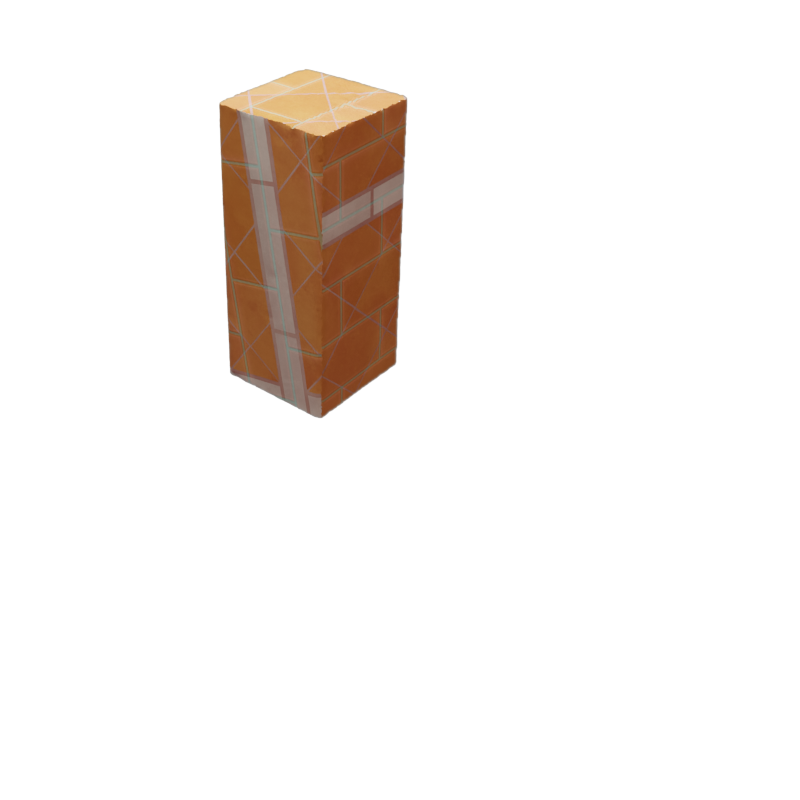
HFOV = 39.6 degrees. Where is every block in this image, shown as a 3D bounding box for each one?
[{"bbox_3d":[-0.059,-0.108,0.755,0.095,0.194,0.091,23,37,31],"label":"block"}]
